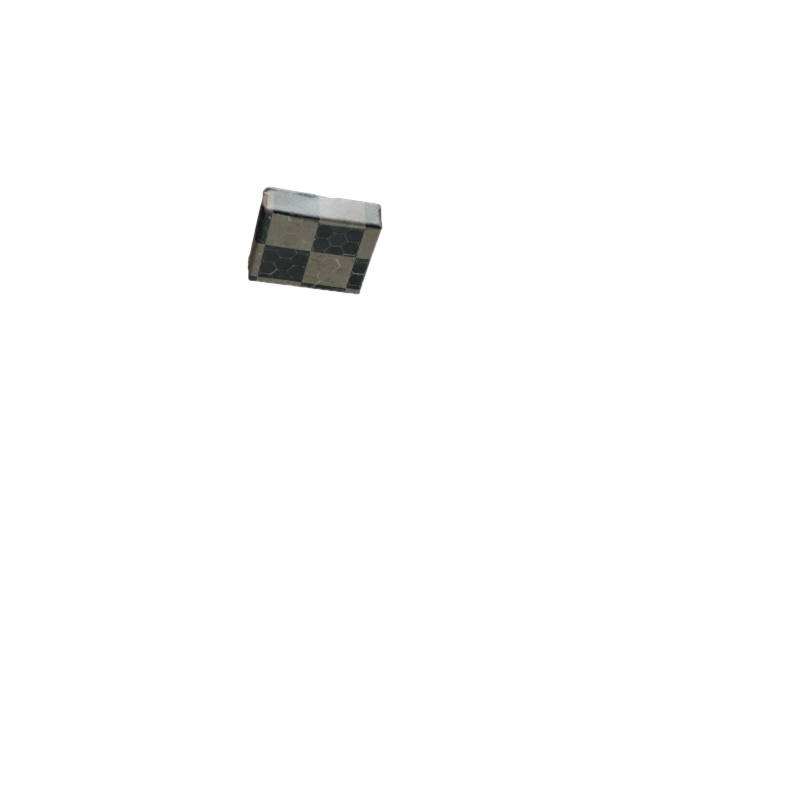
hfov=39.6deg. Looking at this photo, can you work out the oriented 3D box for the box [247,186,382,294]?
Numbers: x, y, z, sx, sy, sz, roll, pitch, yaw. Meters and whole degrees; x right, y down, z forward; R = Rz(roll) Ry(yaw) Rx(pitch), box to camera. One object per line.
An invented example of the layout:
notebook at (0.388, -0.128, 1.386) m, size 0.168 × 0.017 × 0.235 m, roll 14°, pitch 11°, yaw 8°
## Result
box at (-0.065, -0.118, 0.826) m, size 0.088 × 0.032 × 0.069 m, roll 8°, pitch -43°, yaw -10°
